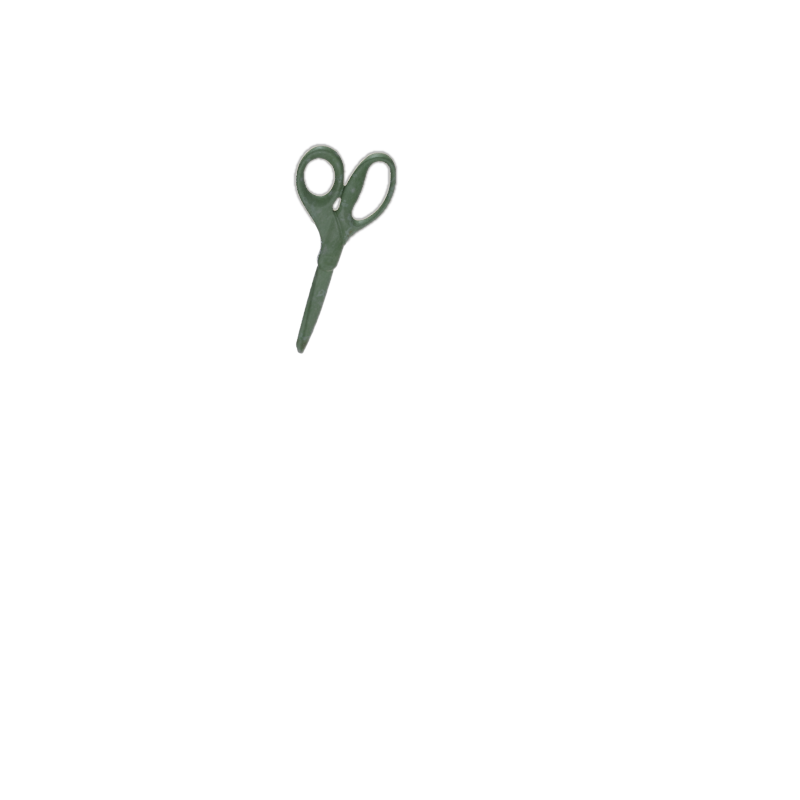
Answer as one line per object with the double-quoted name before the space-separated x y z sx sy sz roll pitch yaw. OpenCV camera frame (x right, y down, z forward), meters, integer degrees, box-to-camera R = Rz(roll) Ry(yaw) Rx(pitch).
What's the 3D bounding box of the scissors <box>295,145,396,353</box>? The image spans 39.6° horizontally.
"scissors" -0.077 -0.141 0.984 0.094 0.197 0.016 31 18 -12
